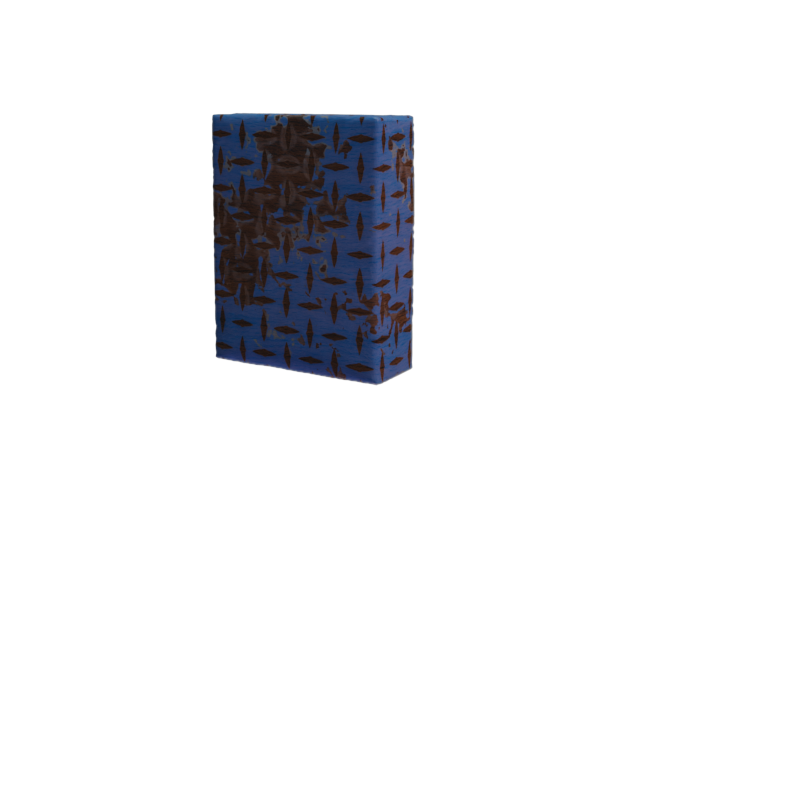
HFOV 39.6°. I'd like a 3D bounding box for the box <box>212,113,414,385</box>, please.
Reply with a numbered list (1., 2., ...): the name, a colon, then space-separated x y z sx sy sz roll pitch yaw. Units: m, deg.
1. box: -0.073 -0.133 0.930 0.171 0.209 0.070 7 11 31
